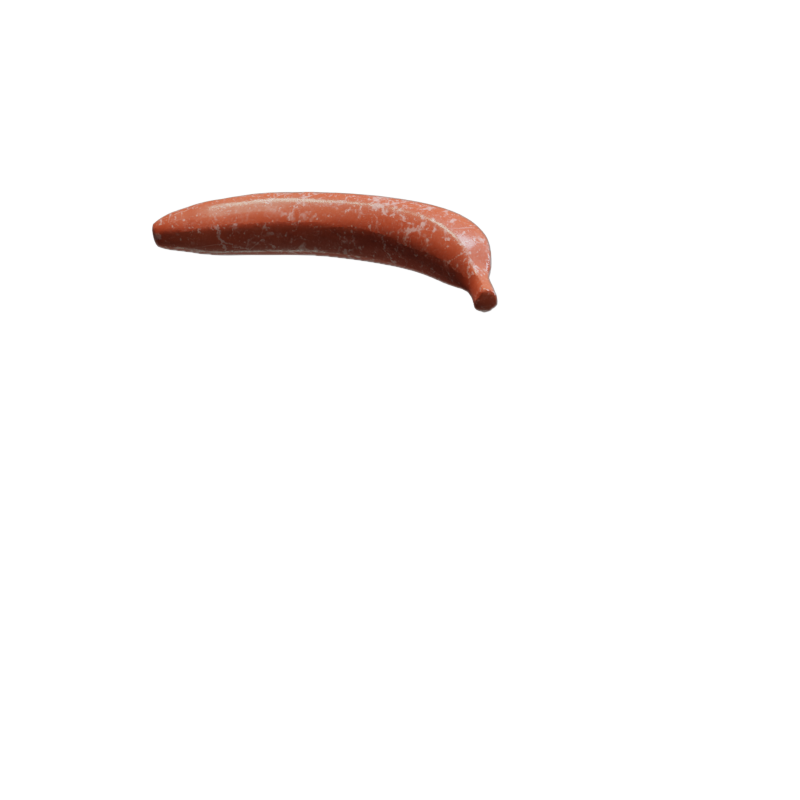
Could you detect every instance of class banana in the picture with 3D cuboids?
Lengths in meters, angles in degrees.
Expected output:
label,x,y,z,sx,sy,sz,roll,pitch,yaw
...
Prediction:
label,x,y,z,sx,sy,sz,roll,pitch,yaw
banana,-0.034,-0.087,0.583,0.206,0.035,0.070,12,25,25
